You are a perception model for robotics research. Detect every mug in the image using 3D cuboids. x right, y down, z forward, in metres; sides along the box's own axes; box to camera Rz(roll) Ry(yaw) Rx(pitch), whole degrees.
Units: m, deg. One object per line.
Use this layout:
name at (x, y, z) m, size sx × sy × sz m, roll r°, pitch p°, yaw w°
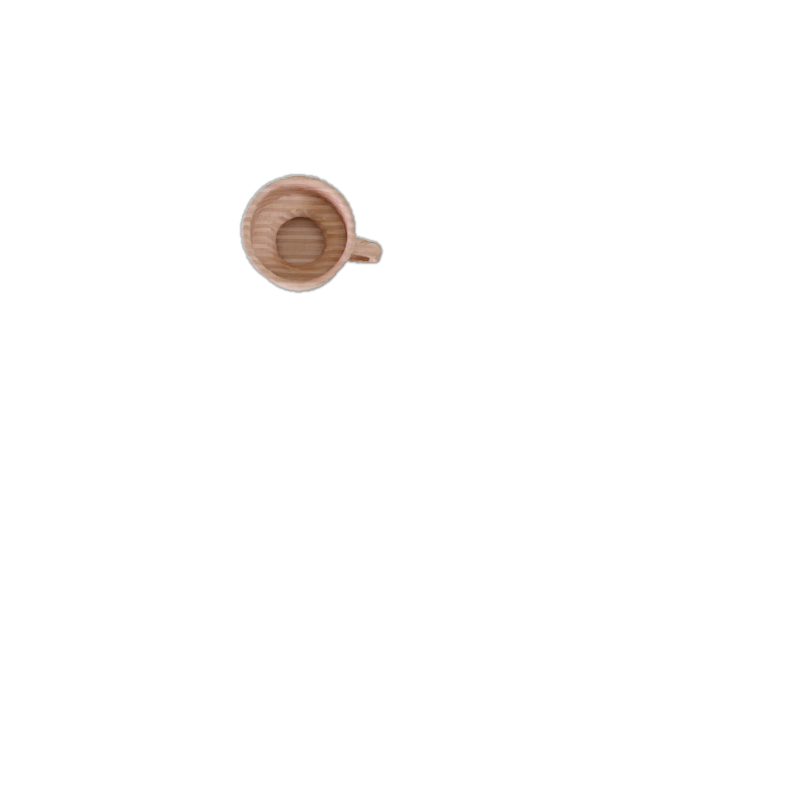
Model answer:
mug at (-0.073, -0.134, 0.936) m, size 0.117 × 0.095 × 0.080 m, roll 9°, pitch -6°, yaw 0°
